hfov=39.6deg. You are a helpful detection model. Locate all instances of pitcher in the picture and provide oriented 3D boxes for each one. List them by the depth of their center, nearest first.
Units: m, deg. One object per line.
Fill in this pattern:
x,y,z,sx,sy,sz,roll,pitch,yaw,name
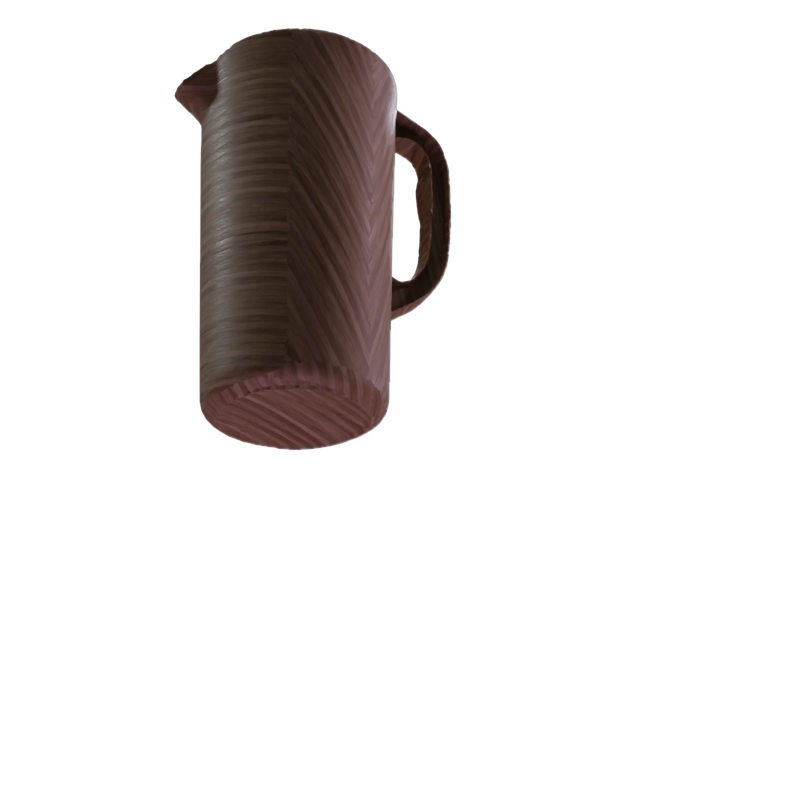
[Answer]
-0.054,-0.098,0.690,0.151,0.259,0.134,-12,-31,18,pitcher
